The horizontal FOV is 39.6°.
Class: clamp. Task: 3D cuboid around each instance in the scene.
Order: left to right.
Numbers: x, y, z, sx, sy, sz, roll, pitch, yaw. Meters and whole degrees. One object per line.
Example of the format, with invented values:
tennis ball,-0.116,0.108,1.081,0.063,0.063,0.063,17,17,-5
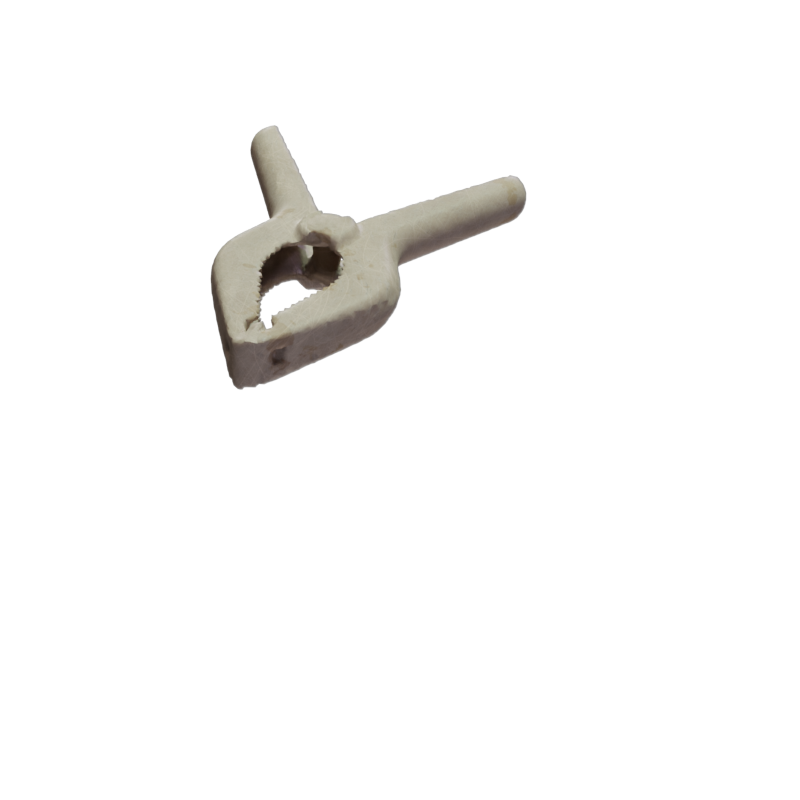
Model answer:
clamp,-0.045,-0.083,0.578,0.171,0.034,0.216,18,42,21
